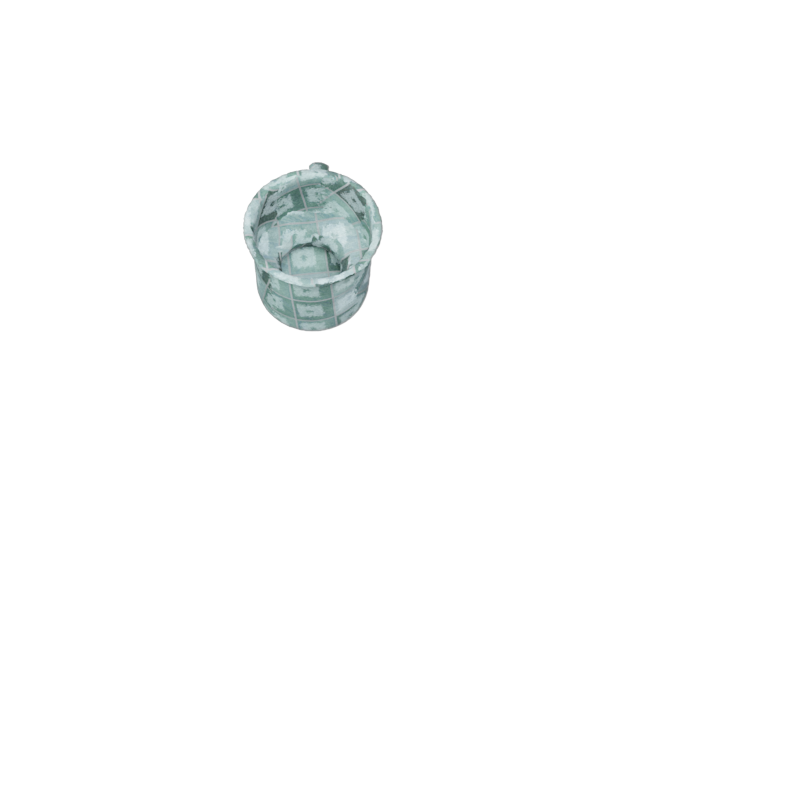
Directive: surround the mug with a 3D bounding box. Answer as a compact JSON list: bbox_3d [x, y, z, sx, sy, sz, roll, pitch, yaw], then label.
[{"bbox_3d":[-0.061,-0.111,0.778,0.093,0.125,0.077,1,-29,-1],"label":"mug"}]
